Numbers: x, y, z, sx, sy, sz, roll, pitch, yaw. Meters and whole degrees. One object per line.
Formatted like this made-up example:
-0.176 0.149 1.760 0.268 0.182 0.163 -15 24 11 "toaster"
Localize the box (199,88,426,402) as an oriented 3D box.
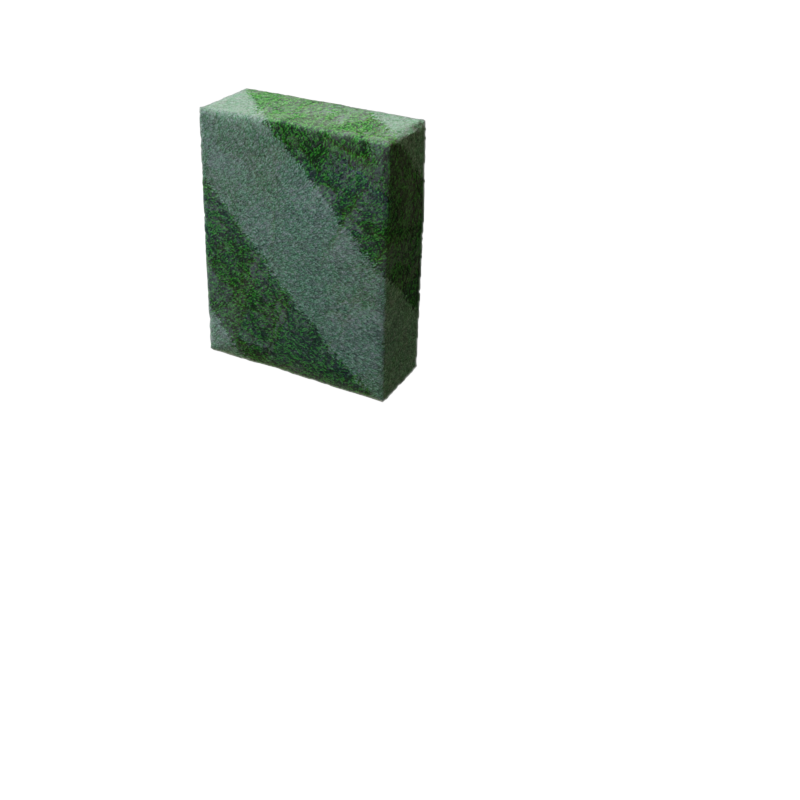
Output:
-0.068 -0.123 0.865 0.172 0.202 0.073 16 30 26 "box"
